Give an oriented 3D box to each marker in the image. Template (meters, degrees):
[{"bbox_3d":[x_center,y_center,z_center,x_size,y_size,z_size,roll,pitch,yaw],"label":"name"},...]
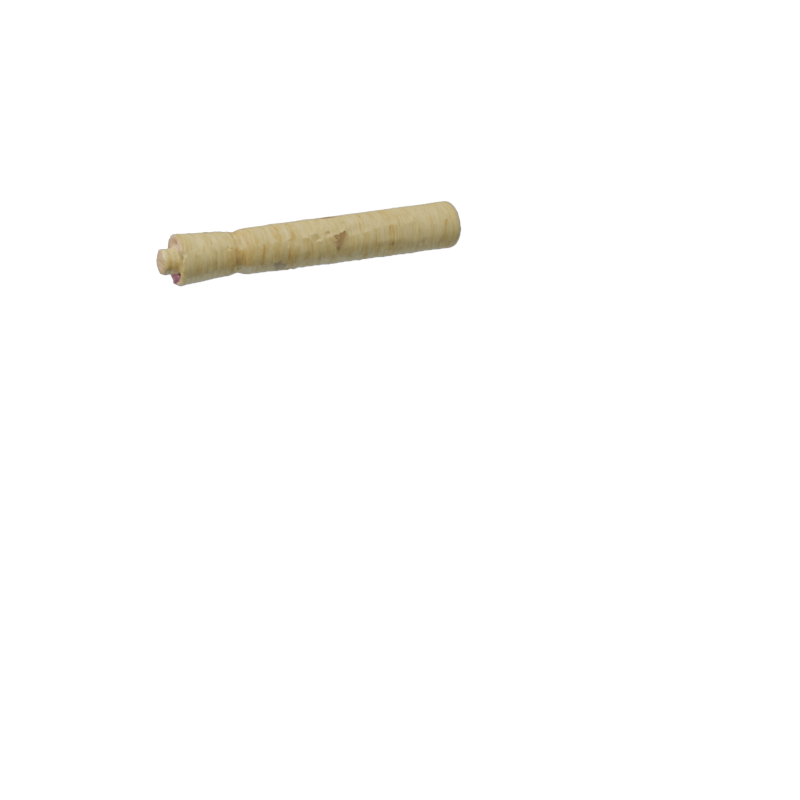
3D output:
[{"bbox_3d":[-0.033,-0.059,0.416,0.118,0.019,0.020,-12,9,-26],"label":"marker"}]
